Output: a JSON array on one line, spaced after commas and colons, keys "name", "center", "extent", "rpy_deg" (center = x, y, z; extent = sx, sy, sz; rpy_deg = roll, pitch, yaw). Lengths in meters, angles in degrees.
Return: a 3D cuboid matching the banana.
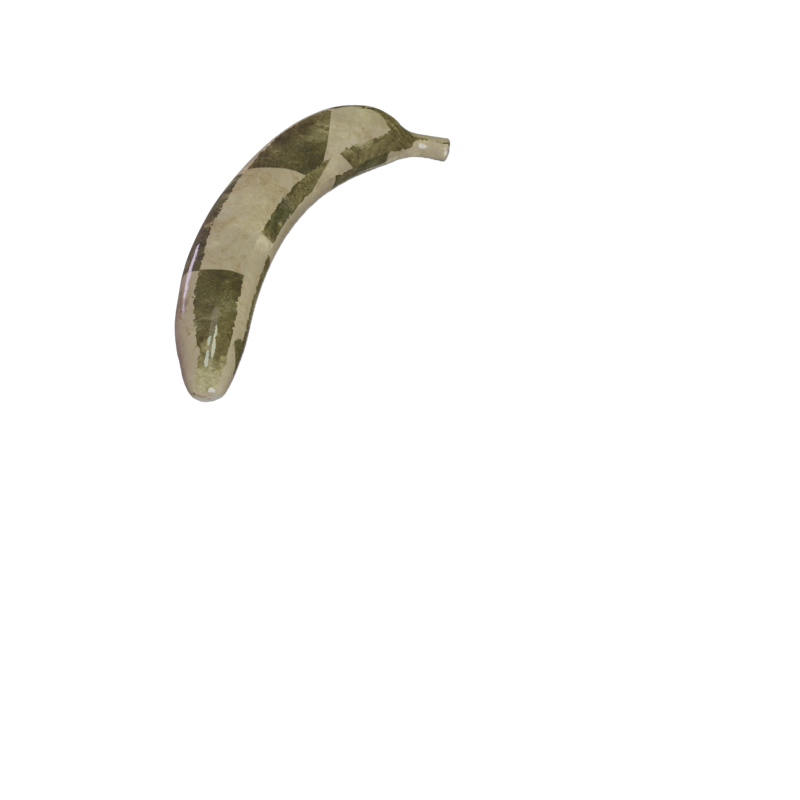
[{"name": "banana", "center": [-0.054, -0.086, 0.525], "extent": [0.073, 0.202, 0.034], "rpy_deg": [28, -31, 18]}]
